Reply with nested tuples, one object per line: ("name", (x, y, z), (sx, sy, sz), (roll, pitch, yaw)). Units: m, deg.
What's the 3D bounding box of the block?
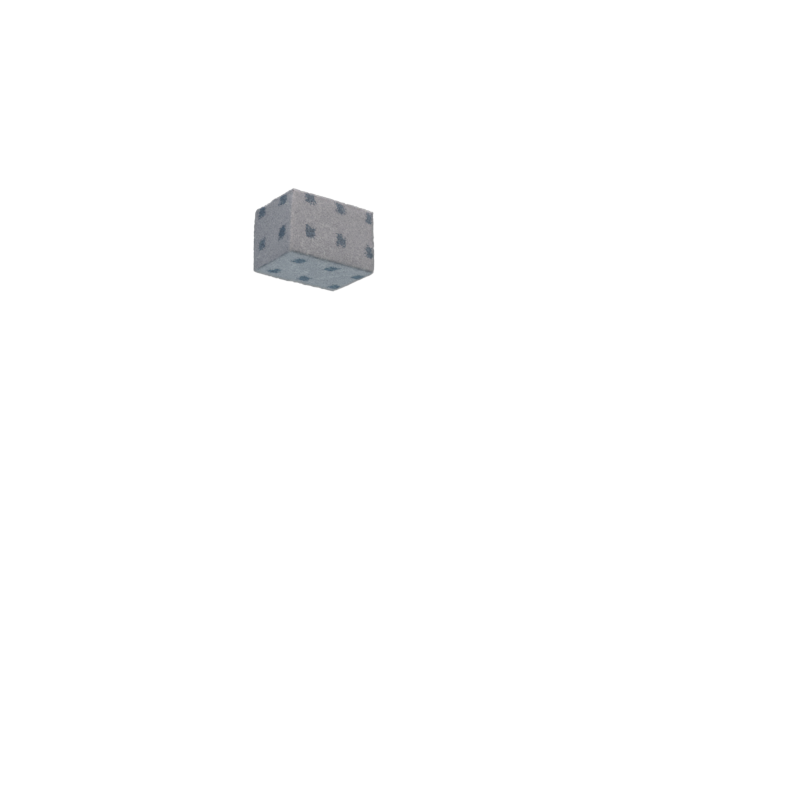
("block", (-0.065, -0.119, 0.834), (0.074, 0.054, 0.053), (12, -22, -36))
